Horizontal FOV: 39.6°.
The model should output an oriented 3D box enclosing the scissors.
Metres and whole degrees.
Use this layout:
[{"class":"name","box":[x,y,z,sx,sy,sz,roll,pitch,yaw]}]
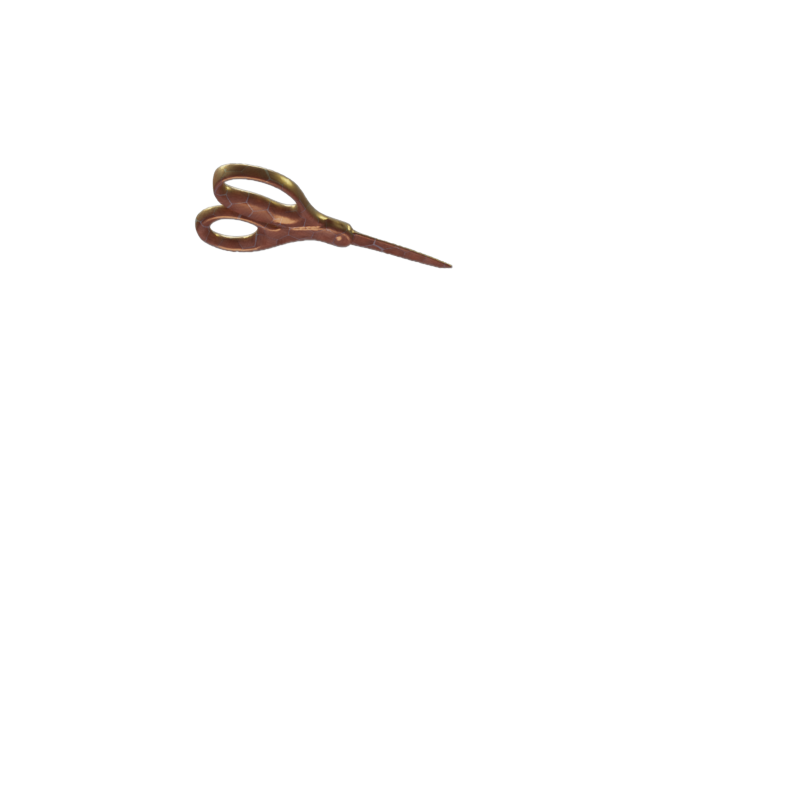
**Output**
[{"class":"scissors","box":[-0.064,-0.116,0.814,0.189,0.017,0.096,25,-39,-36]}]
